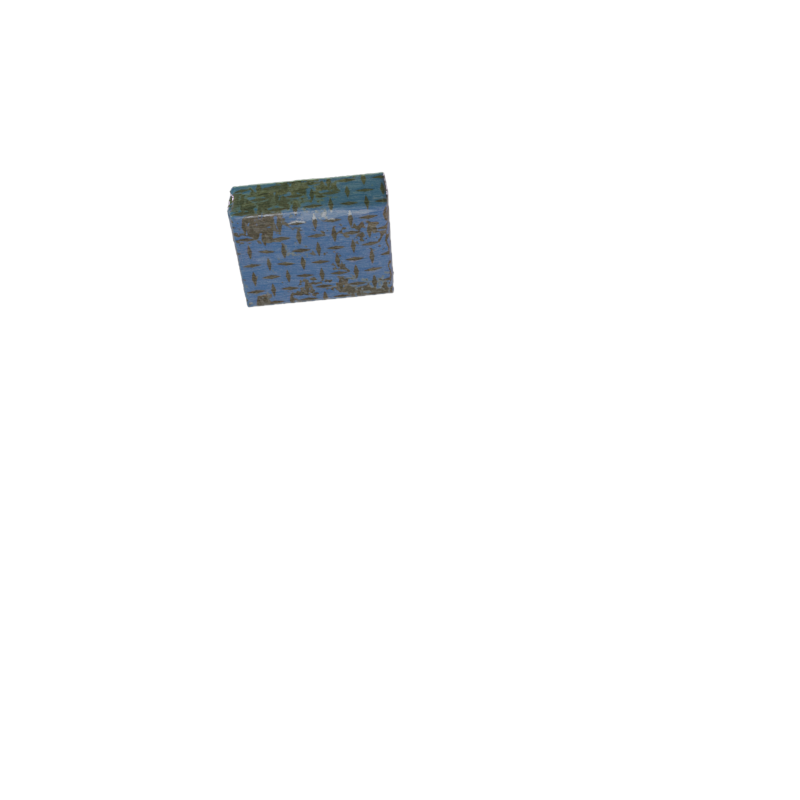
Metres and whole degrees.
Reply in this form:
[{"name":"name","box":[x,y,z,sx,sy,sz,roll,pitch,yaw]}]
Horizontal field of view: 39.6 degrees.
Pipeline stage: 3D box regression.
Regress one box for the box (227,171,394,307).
[{"name":"box","box":[-0.063,-0.115,0.802,0.114,0.042,0.083,-3,-45,3]}]
